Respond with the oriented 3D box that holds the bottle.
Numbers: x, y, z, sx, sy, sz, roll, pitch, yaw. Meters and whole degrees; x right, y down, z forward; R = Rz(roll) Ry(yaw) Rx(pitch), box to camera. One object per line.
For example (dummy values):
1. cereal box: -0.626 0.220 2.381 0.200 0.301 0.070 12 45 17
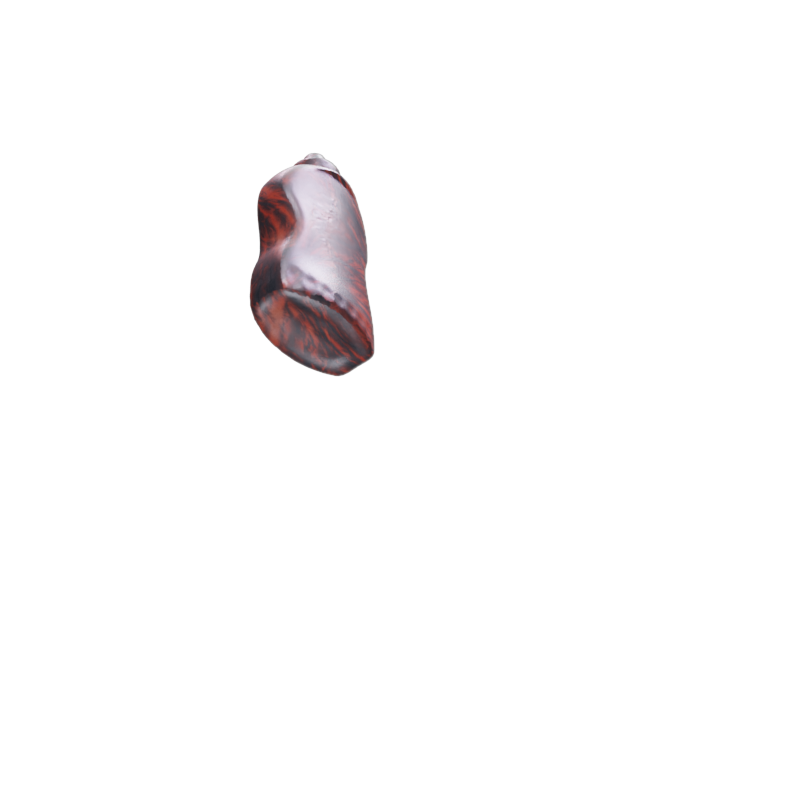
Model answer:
1. bottle: -0.062 -0.115 0.803 0.058 0.206 0.090 -35 -52 27
